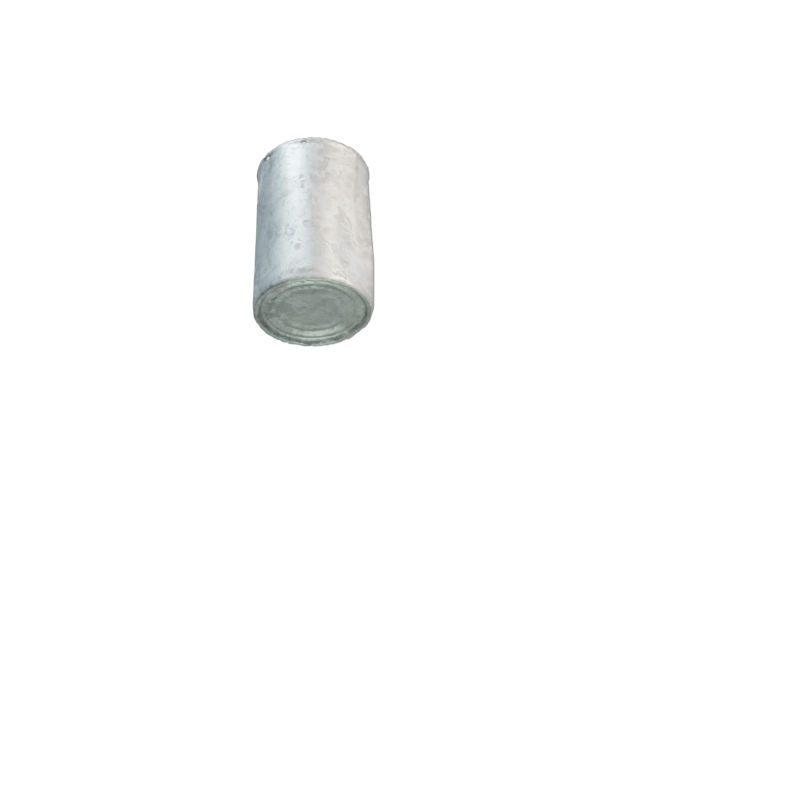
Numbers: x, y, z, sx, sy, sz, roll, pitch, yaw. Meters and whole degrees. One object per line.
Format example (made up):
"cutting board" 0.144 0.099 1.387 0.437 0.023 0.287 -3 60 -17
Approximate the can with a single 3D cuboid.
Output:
"can" -0.050 -0.091 0.636 0.068 0.109 0.064 -1 -35 -2
